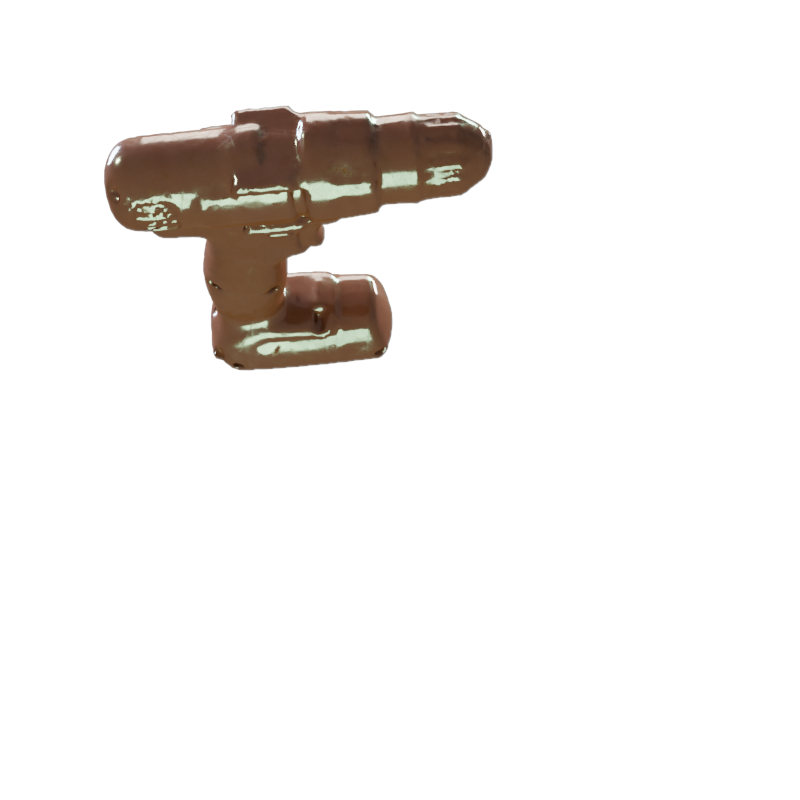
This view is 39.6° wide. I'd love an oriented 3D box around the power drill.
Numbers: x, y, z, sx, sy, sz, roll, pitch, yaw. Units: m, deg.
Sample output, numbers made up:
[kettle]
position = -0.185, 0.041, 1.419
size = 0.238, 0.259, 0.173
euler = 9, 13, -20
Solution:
[power drill]
position = -0.046, -0.084, 0.585
size = 0.185, 0.061, 0.175
euler = -2, -28, 4
